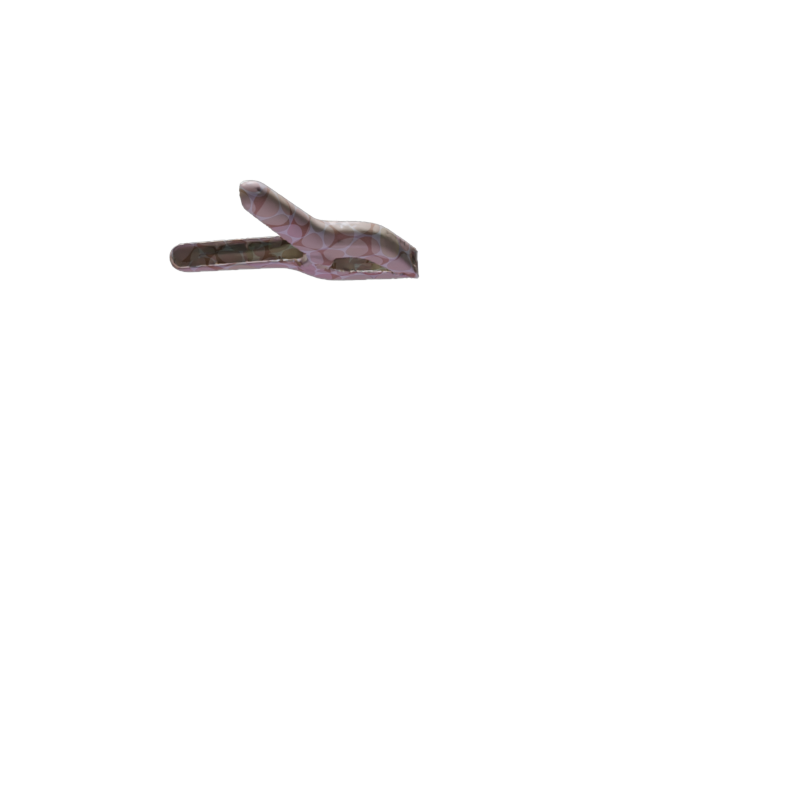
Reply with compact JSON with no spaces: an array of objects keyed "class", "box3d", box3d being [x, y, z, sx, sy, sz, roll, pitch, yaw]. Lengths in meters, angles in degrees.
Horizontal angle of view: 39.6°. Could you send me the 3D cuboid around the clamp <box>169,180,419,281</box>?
[{"class":"clamp","box3d":[-0.072,-0.132,0.924,0.204,0.038,0.163,5,-15,-21]}]
